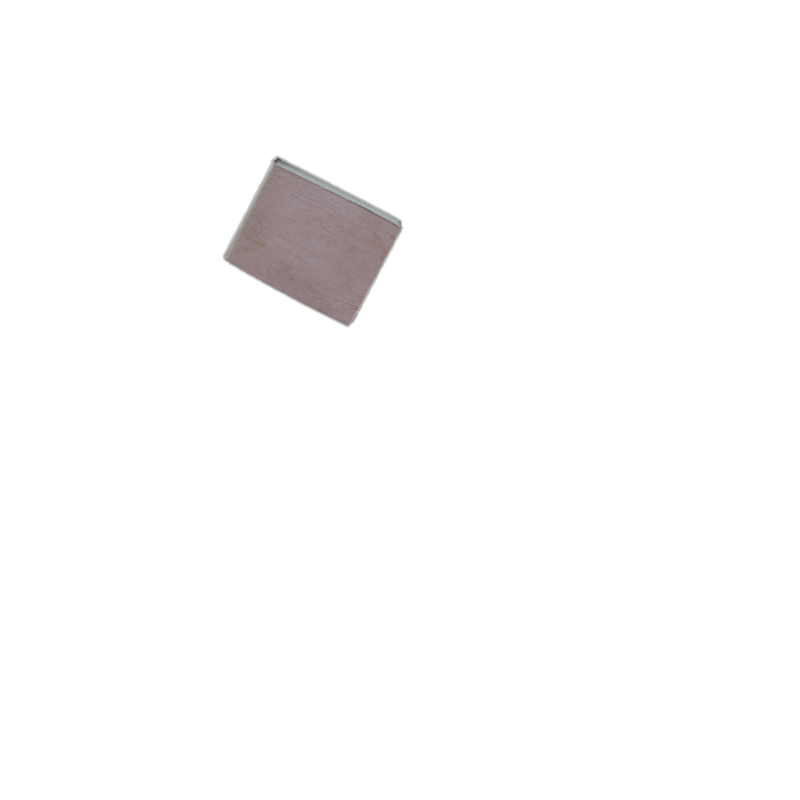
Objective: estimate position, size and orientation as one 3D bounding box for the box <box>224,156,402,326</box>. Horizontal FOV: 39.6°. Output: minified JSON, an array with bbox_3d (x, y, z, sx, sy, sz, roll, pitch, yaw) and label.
[{"bbox_3d":[-0.067,-0.123,0.860,0.112,0.088,0.040,27,10,-6],"label":"box"}]
